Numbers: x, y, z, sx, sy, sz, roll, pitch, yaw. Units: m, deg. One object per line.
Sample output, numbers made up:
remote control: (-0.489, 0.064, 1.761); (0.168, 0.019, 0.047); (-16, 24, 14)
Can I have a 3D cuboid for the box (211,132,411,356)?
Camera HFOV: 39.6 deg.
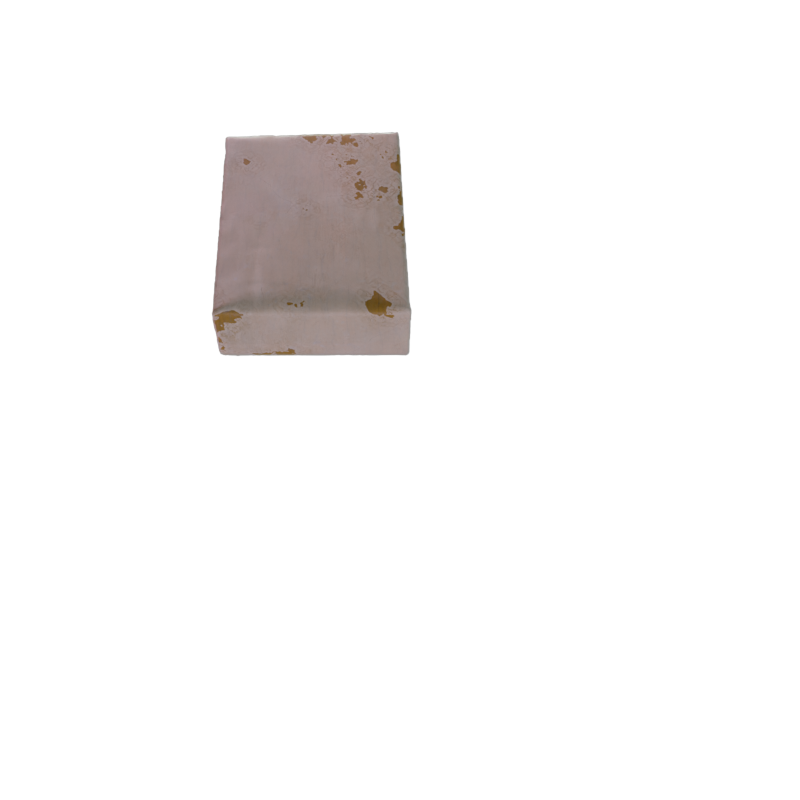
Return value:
box: (-0.077, -0.141, 0.986); (0.164, 0.229, 0.067); (-2, -39, 0)
